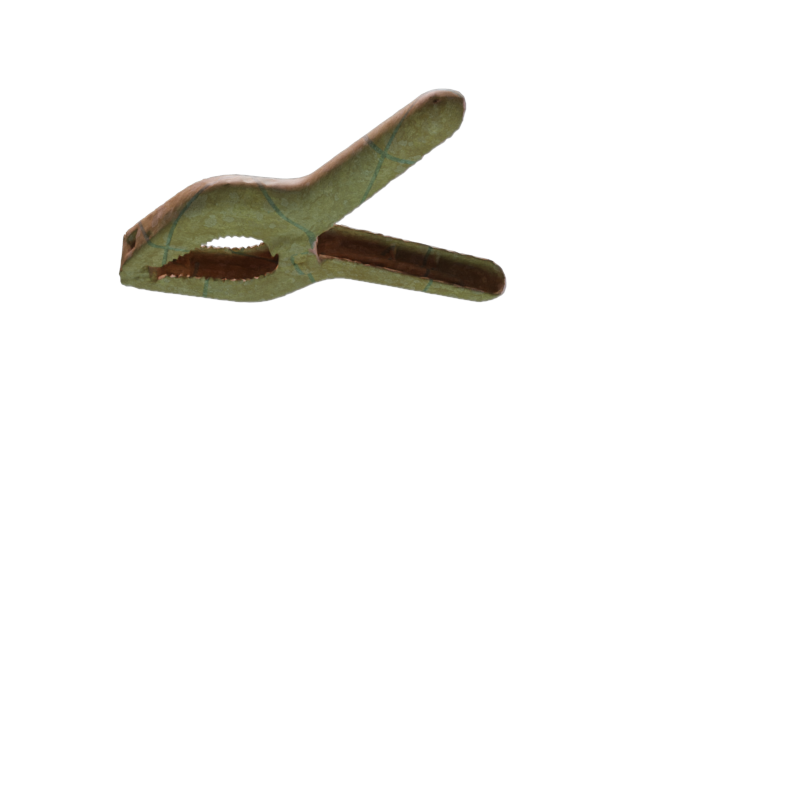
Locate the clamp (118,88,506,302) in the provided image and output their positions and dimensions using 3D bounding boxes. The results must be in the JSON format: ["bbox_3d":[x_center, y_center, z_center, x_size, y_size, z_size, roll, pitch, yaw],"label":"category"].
[{"bbox_3d":[-0.047,-0.085,0.596,0.213,0.039,0.152,-11,-33,17],"label":"clamp"}]
